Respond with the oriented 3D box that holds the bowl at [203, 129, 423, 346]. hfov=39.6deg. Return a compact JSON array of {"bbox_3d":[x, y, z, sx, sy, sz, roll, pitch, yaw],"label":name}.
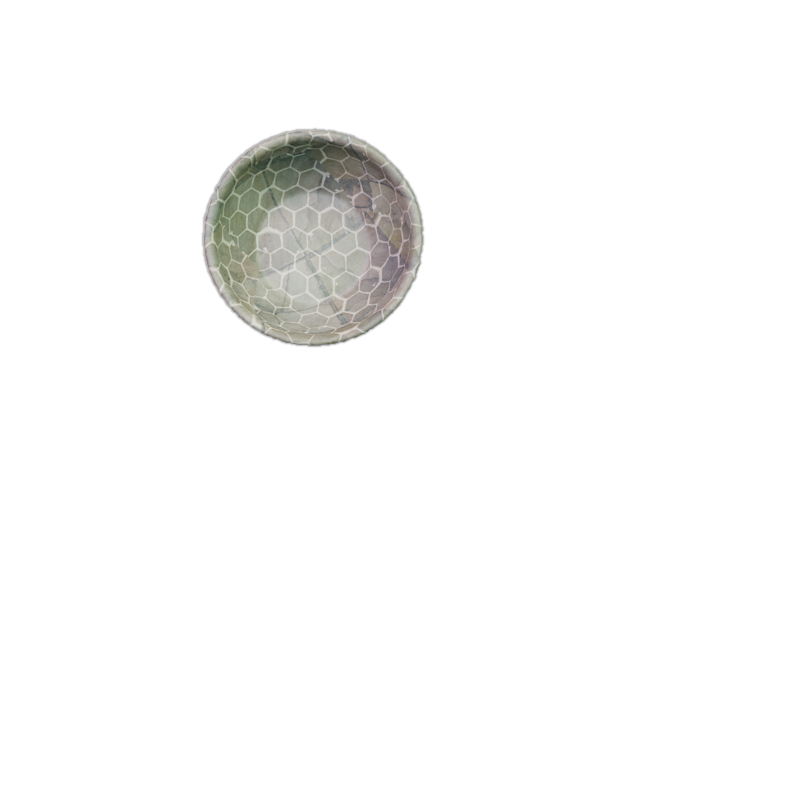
[{"bbox_3d":[-0.066,-0.120,0.839,0.162,0.166,0.054,0,-8,0],"label":"bowl"}]
